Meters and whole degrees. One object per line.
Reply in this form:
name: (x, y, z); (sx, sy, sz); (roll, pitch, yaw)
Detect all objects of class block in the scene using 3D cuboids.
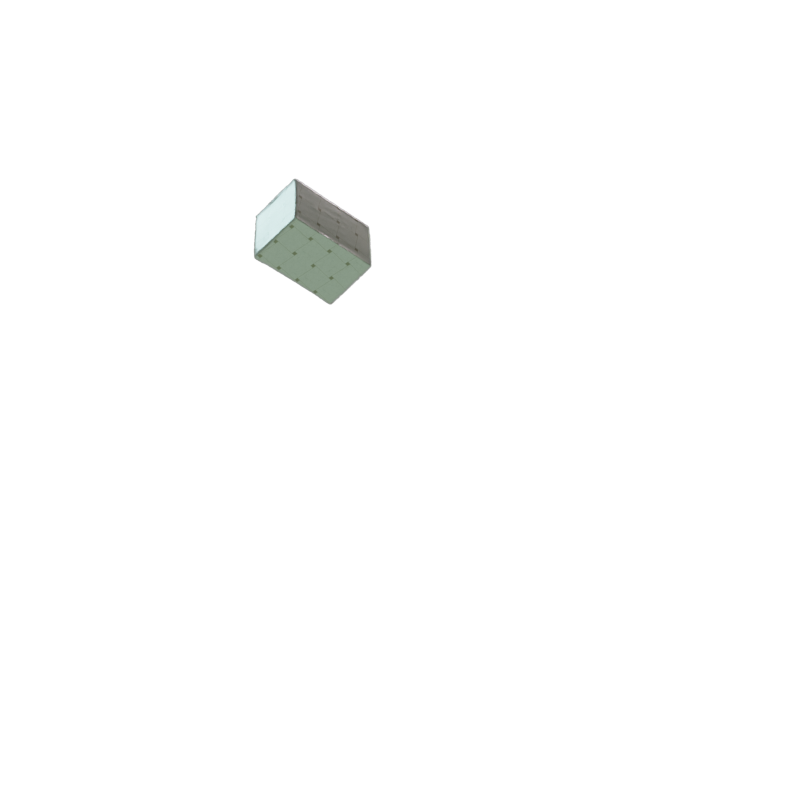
block: (-0.067, -0.123, 0.860); (0.074, 0.055, 0.052); (32, -56, -27)
